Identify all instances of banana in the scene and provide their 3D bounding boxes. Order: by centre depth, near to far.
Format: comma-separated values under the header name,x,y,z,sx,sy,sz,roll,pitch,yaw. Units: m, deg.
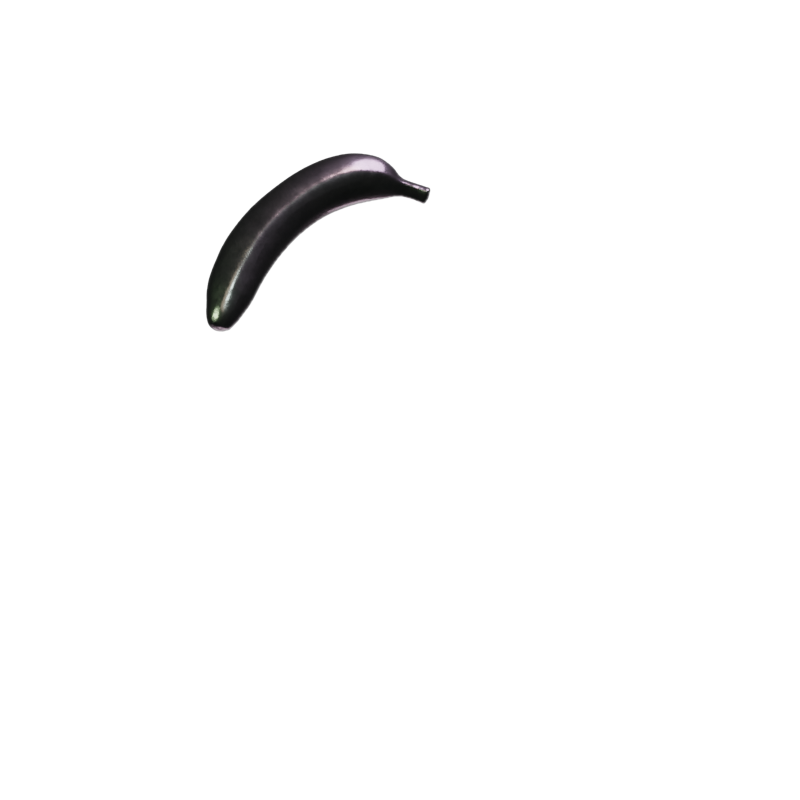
name,x,y,z,sx,sy,sz,roll,pitch,yaw
banana,-0.070,-0.123,0.773,0.199,0.034,0.074,-37,62,-25
